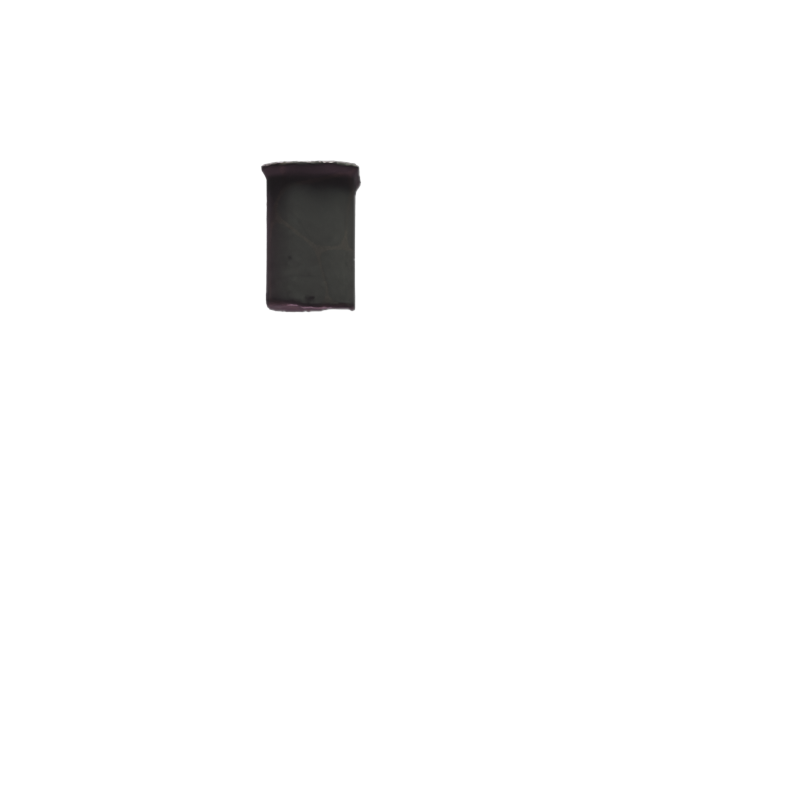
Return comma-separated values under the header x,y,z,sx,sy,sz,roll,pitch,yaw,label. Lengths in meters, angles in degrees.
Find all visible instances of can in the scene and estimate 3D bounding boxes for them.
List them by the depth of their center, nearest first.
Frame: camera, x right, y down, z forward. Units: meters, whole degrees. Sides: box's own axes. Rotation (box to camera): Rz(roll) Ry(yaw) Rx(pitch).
x,y,z,sx,sy,sz,roll,pitch,yaw,label
-0.053,-0.096,0.673,0.058,0.084,0.101,0,0,0,can
